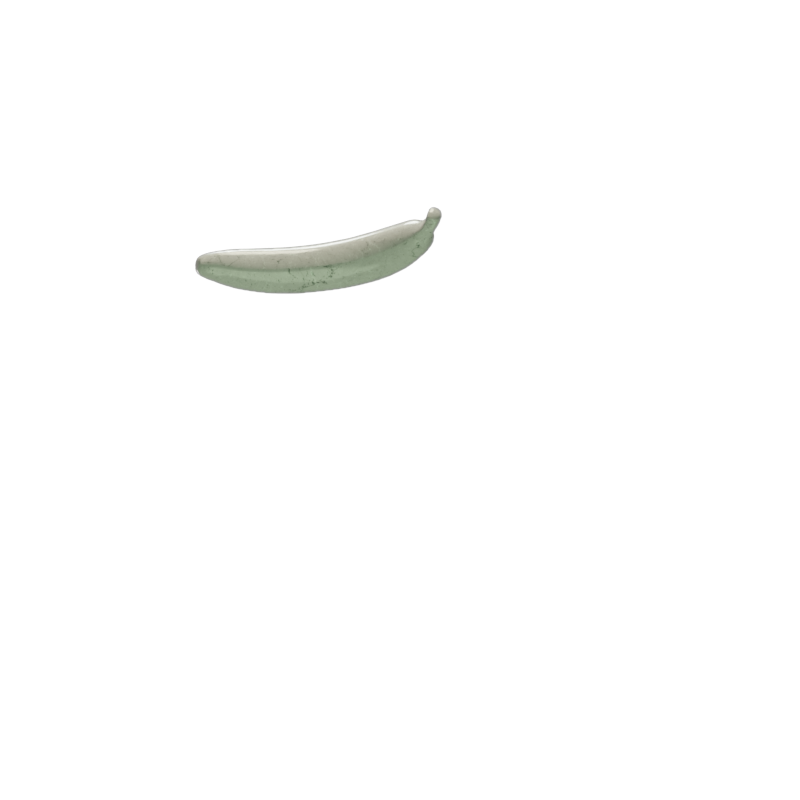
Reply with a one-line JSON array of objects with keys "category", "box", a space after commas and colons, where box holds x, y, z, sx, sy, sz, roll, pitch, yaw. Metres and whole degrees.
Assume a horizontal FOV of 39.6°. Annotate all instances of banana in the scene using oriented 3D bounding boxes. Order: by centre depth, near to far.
[{"category": "banana", "box": [-0.057, -0.112, 0.857, 0.200, 0.039, 0.064, -11, -37, 15]}]
